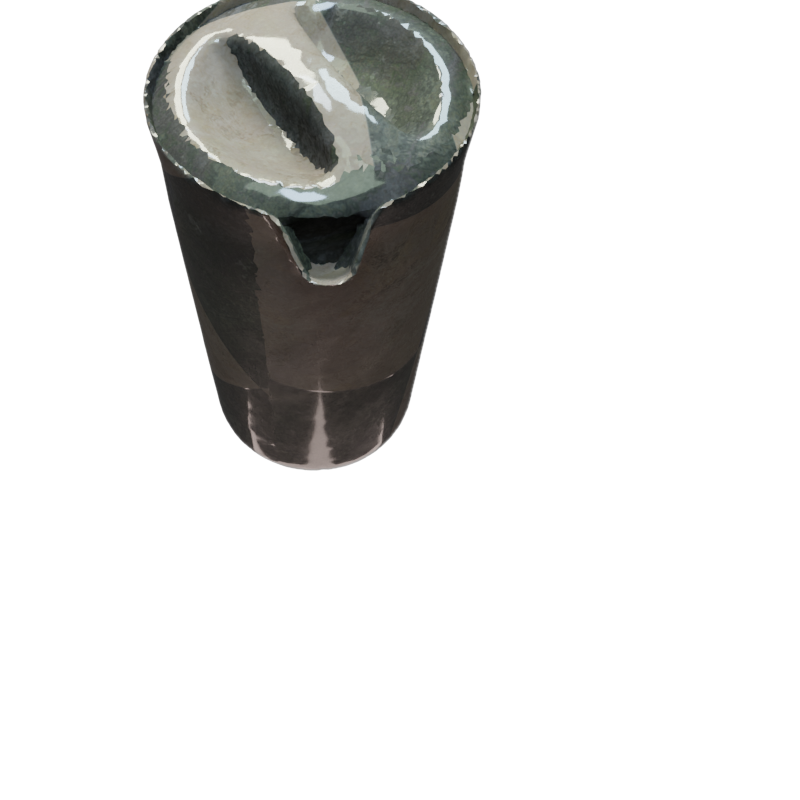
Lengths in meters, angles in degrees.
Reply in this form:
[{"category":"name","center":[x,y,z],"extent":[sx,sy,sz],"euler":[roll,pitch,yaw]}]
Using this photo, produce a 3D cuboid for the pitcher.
[{"category":"pitcher","center":[-0.042,-0.076,0.534],"extent":[0.152,0.152,0.227],"euler":[34,-29,18]}]
